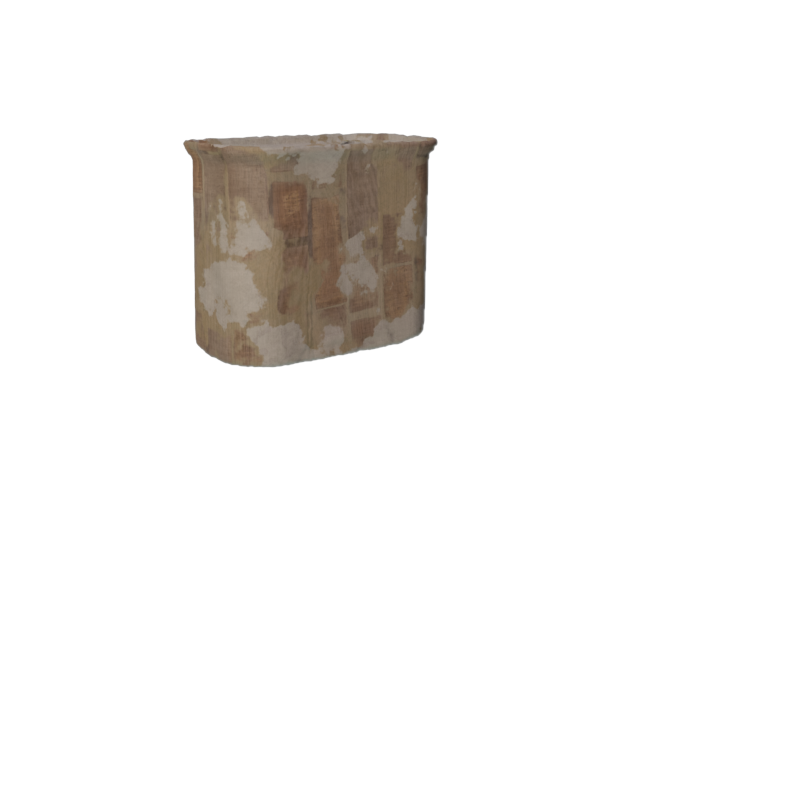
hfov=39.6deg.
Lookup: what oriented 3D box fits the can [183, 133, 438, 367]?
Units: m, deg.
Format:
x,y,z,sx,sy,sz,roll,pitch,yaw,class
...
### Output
x,y,z,sx,sy,sz,roll,pitch,yaw,class
-0.035,-0.064,0.449,0.099,0.082,0.061,-10,16,-37,can
